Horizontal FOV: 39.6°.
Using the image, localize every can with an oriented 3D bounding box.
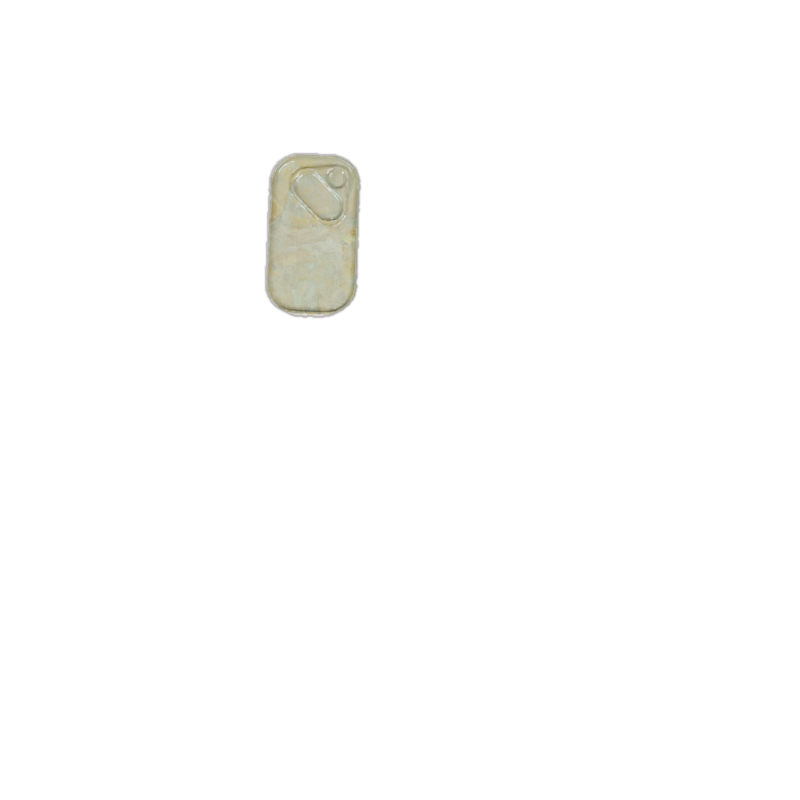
[{"bbox_3d":[-0.058,-0.106,0.739,0.057,0.103,0.083,2,-4,-3],"label":"can"}]
